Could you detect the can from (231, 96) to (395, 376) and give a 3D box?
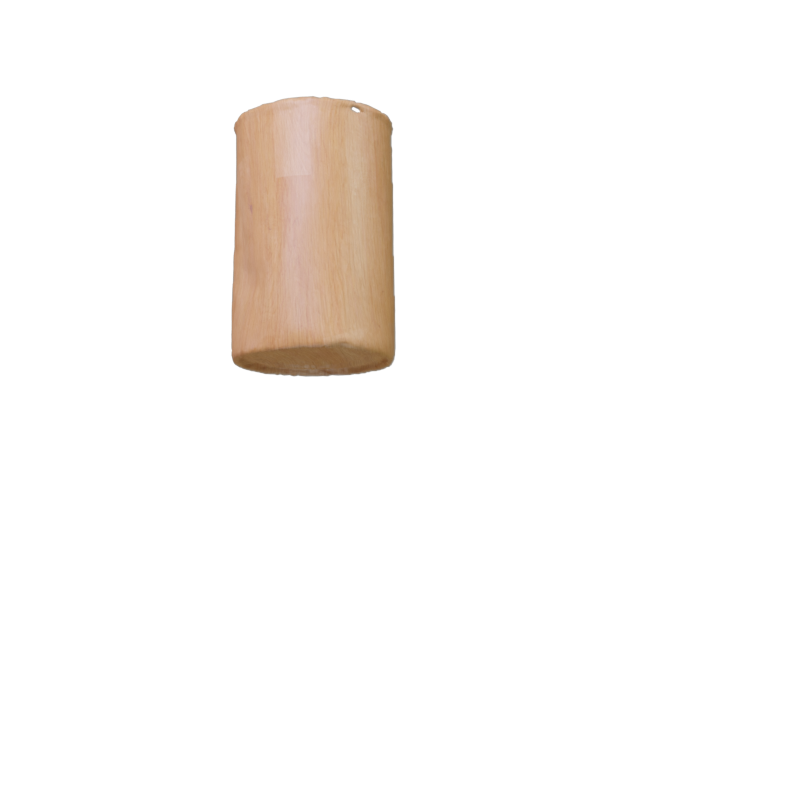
[{"bbox_3d":[-0.036,-0.066,0.459,0.068,0.106,0.066,0,-14,-2],"label":"can"}]
